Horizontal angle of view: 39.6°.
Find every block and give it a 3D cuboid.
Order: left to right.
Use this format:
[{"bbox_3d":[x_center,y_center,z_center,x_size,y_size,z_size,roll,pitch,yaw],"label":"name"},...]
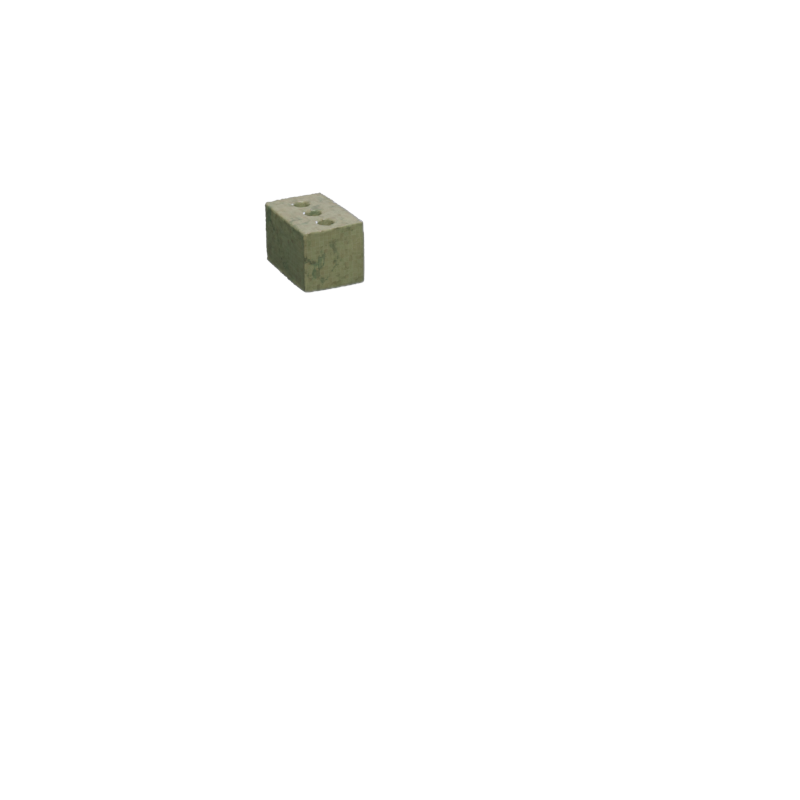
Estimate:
[{"bbox_3d":[-0.069,-0.126,0.881,0.052,0.049,0.084,-13,30,-26],"label":"block"}]
